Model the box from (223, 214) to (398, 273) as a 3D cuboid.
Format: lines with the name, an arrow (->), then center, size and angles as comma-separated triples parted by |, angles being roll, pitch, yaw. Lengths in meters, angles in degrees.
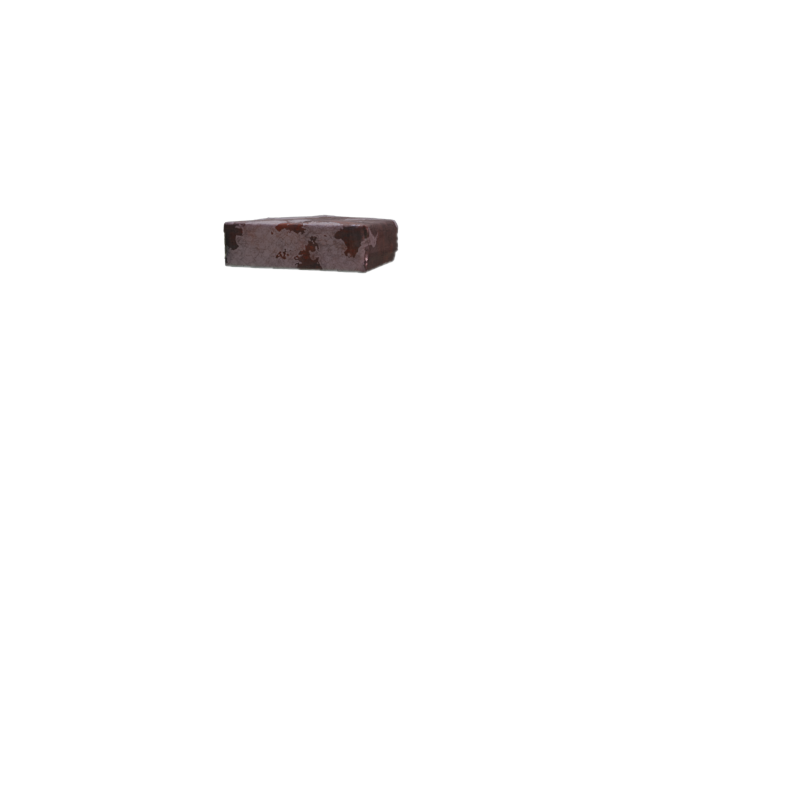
box -> -0.052, -0.096, 0.670 | 0.091, 0.030, 0.073 | 3, 11, 16
